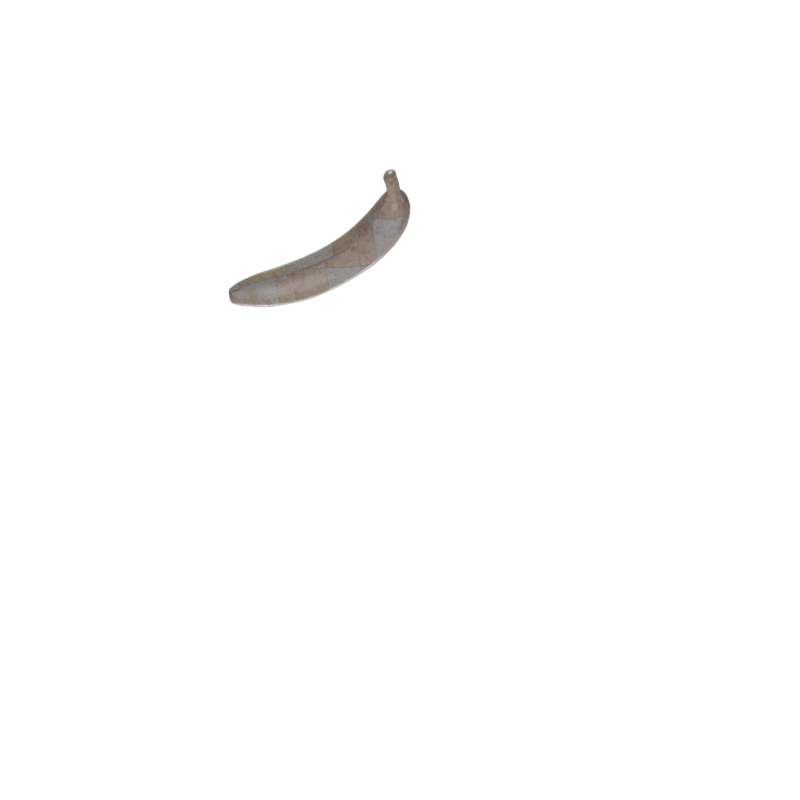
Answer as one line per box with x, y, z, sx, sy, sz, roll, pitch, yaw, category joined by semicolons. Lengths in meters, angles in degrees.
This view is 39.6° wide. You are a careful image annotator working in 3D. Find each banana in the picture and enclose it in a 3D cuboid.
-0.059;-0.127;0.950;0.196;0.039;0.065;-34;-56;26;banana
